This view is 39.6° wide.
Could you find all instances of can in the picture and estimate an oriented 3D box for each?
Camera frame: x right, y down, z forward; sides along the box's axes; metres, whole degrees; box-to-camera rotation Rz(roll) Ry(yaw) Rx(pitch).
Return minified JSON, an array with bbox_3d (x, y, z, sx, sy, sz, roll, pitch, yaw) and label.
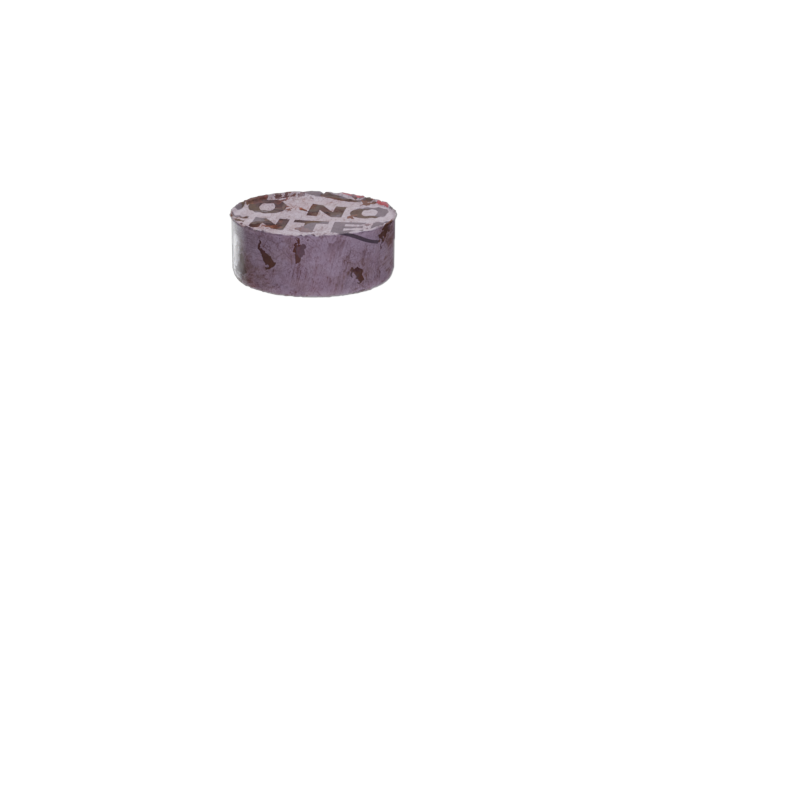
[{"bbox_3d":[-0.045,-0.082,0.574,0.086,0.032,0.090,-1,23,-2],"label":"can"}]
